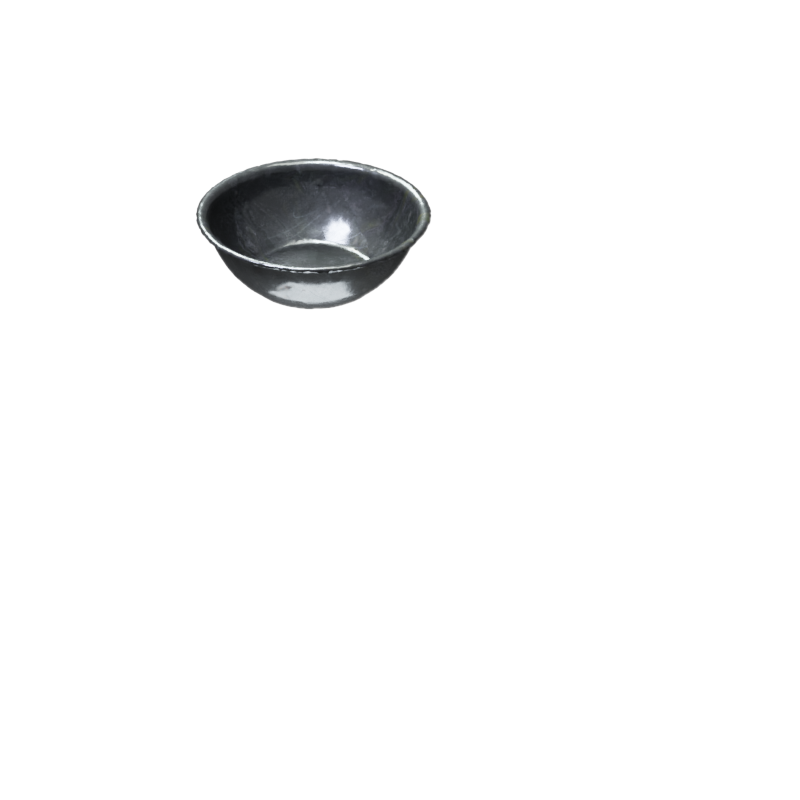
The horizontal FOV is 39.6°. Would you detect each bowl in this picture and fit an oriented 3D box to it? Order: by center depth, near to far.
[{"bbox_3d":[-0.061,-0.111,0.777,0.162,0.052,0.173,-1,35,-2],"label":"bowl"}]
